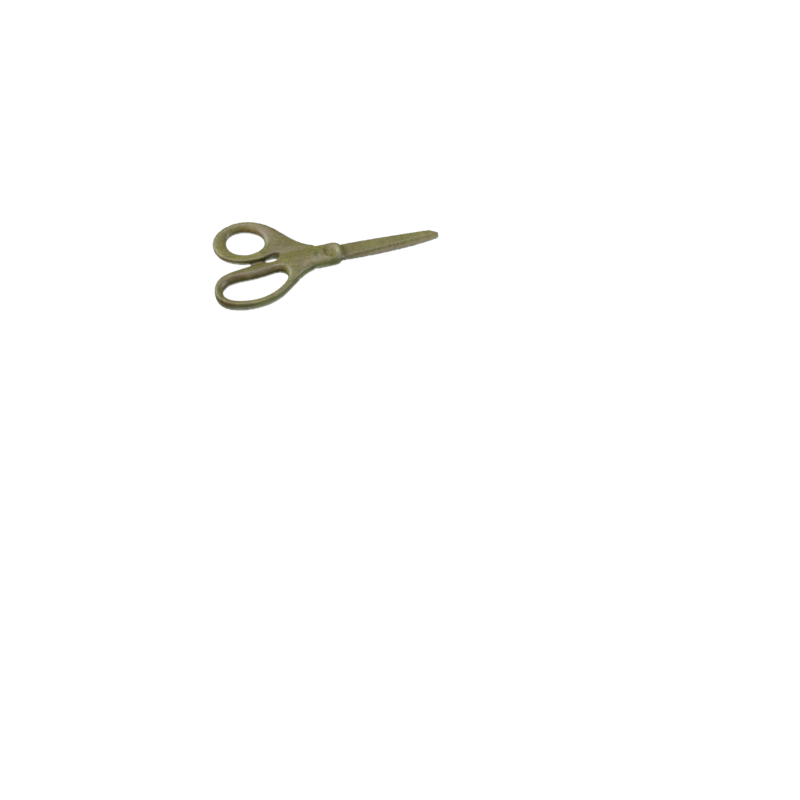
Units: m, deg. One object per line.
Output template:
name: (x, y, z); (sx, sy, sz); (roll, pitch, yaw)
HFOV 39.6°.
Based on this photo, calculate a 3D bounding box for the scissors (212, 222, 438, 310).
scissors: (-0.076, -0.139, 0.975); (0.201, 0.103, 0.015); (-26, -30, -16)
